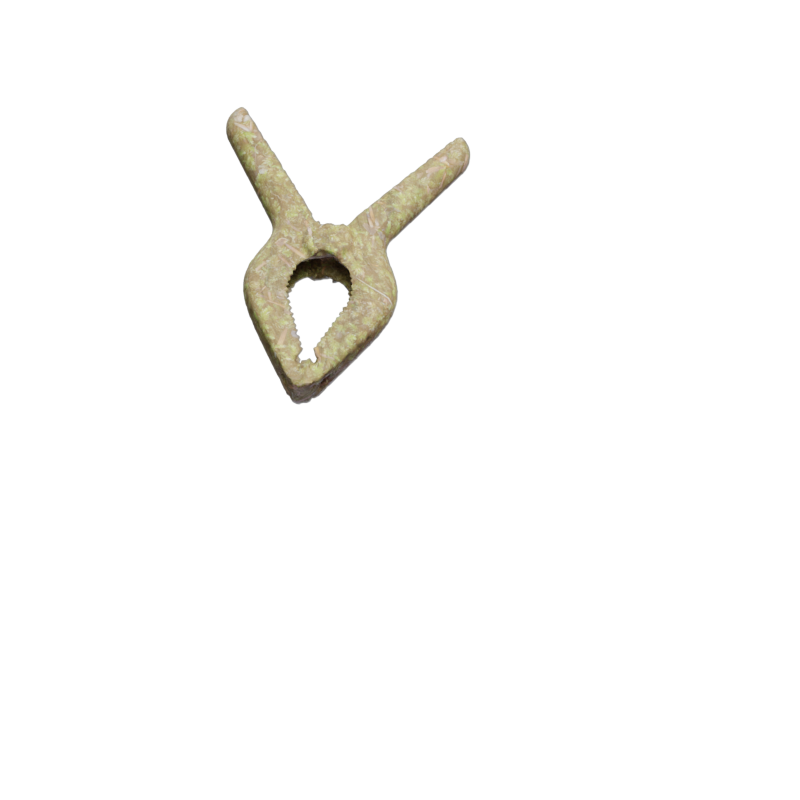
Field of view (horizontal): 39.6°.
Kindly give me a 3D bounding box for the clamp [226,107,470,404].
[{"bbox_3d":[-0.055,-0.100,0.703,0.167,0.221,0.034,12,-30,7],"label":"clamp"}]
